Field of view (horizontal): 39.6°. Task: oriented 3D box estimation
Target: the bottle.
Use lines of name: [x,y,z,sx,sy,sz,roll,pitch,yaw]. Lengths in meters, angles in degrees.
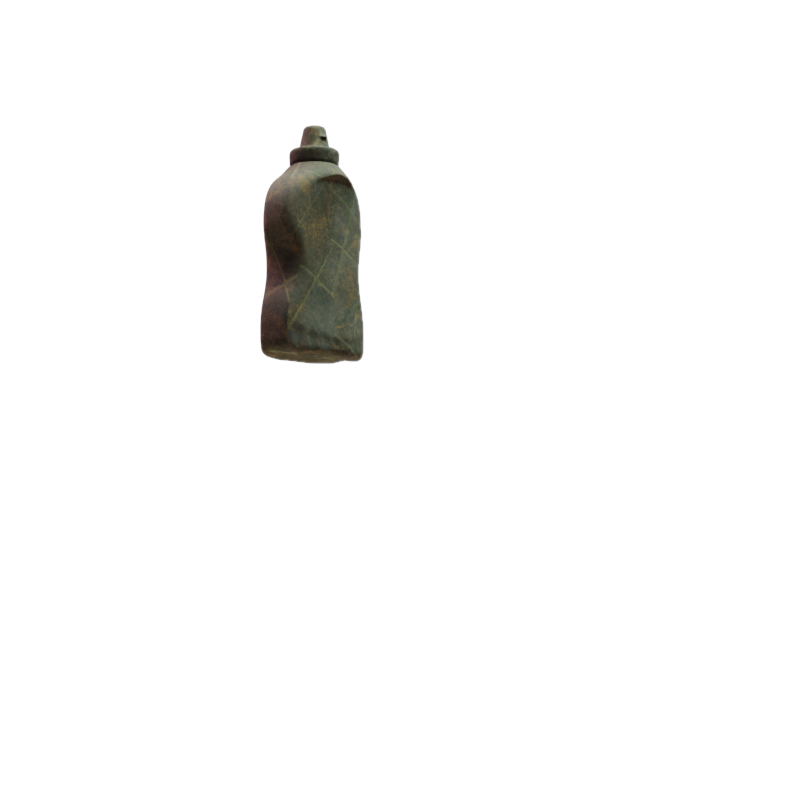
bottle: [-0.070,-0.128,0.899,0.060,0.197,0.091,-10,-14,39]
